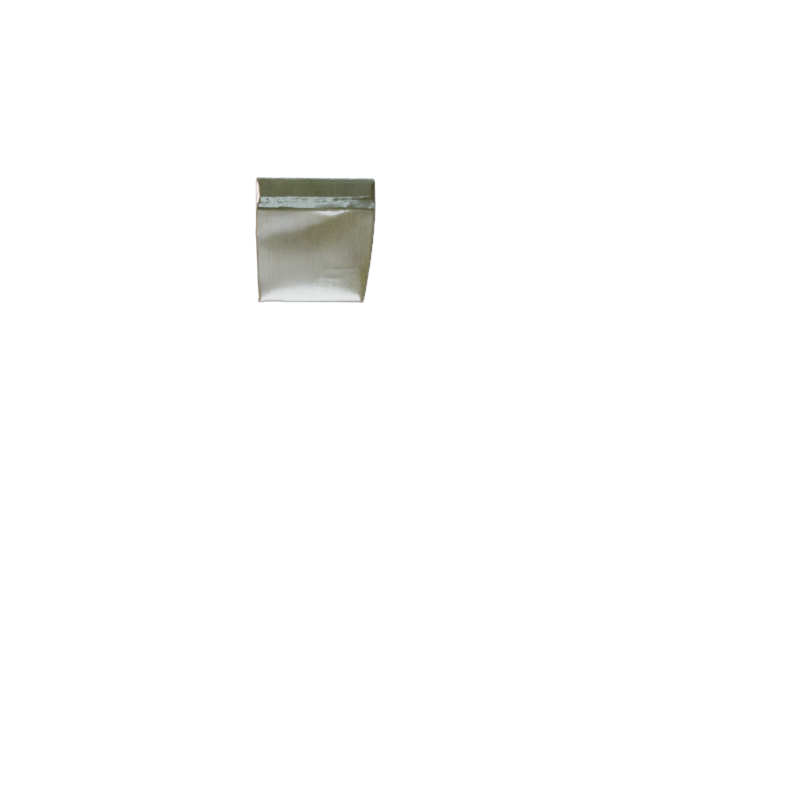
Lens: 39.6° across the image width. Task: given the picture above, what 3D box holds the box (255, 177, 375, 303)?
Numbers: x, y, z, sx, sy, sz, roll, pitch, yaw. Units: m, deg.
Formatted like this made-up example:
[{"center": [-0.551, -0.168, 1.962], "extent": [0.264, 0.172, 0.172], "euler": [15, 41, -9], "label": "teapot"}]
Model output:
[{"center": [-0.067, -0.122, 0.858], "extent": [0.089, 0.042, 0.106], "euler": [2, -40, -3], "label": "box"}]
